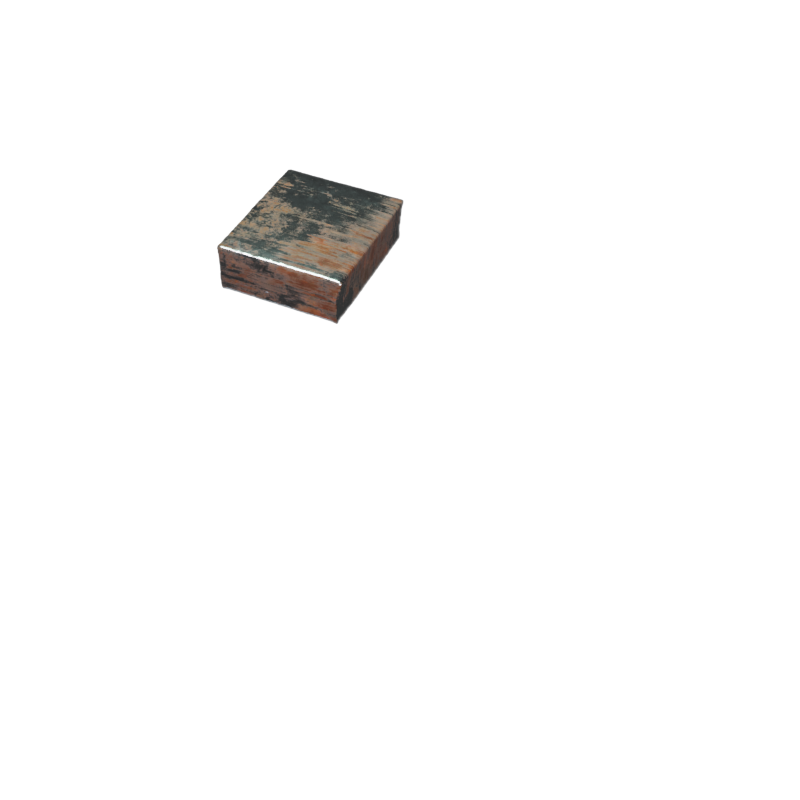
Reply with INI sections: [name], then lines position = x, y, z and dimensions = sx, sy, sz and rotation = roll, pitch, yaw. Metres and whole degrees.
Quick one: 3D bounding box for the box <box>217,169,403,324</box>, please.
[box]
position = -0.059, -0.108, 0.757
dimensions = 0.093, 0.036, 0.118
rotation = 15, 44, 16
